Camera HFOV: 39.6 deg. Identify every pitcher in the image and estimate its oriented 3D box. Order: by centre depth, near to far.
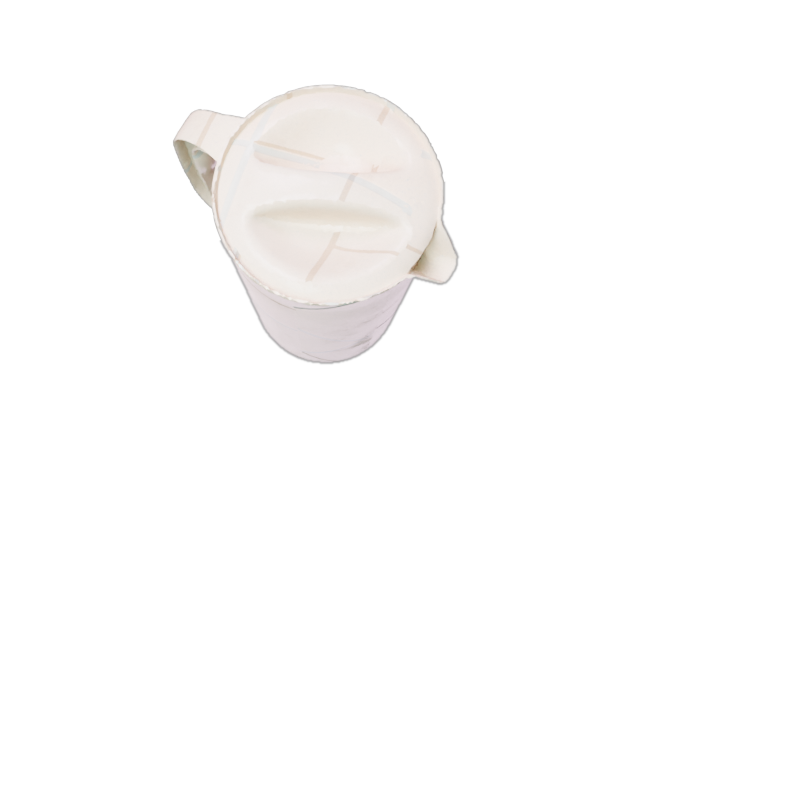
[{"bbox_3d":[-0.058,-0.105,0.737,0.144,0.155,0.235,-15,-11,-6],"label":"pitcher"}]
